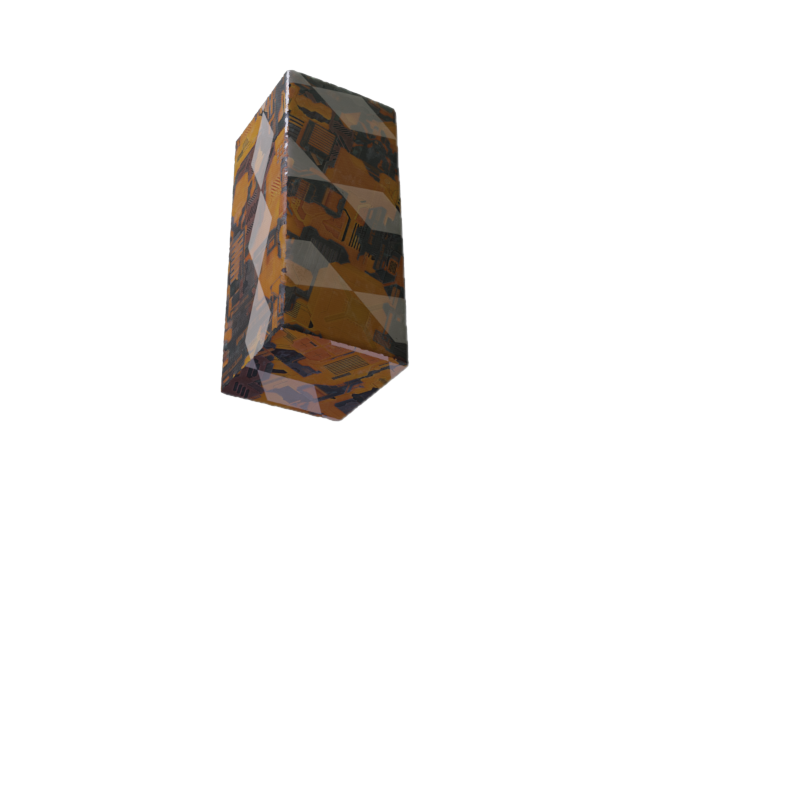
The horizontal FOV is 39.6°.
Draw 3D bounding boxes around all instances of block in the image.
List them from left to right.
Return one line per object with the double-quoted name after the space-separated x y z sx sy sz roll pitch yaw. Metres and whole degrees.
-0.057 -0.105 0.739 0.086 0.220 0.089 16 -37 -26 "block"
